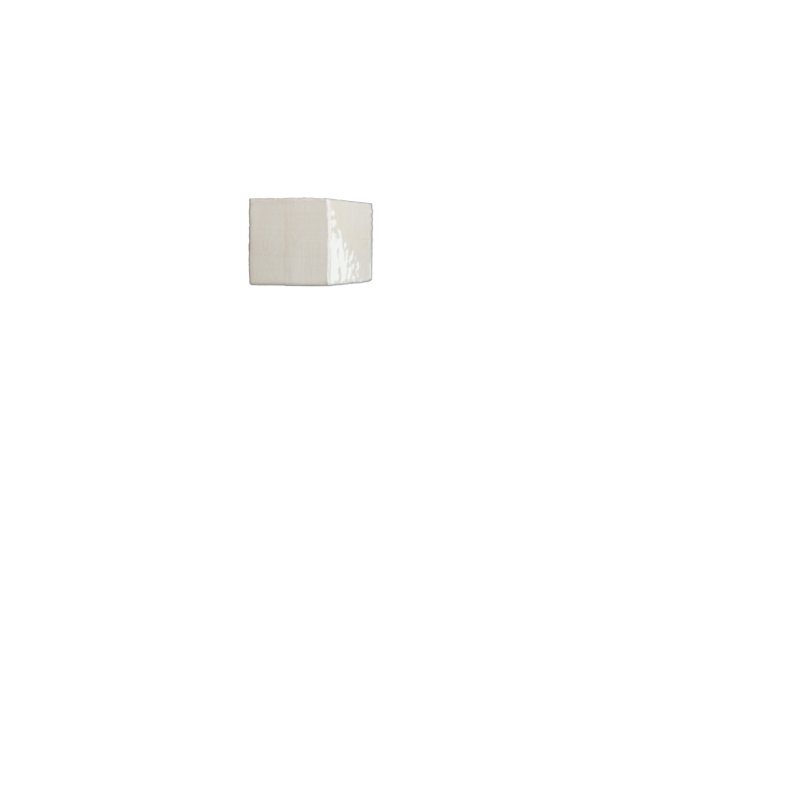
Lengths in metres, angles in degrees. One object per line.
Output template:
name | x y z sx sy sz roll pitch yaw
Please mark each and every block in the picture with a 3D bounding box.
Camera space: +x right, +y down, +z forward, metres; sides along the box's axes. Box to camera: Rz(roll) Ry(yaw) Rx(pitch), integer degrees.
block | -0.053 -0.096 0.672 0.054 0.051 0.077 1 6 18
